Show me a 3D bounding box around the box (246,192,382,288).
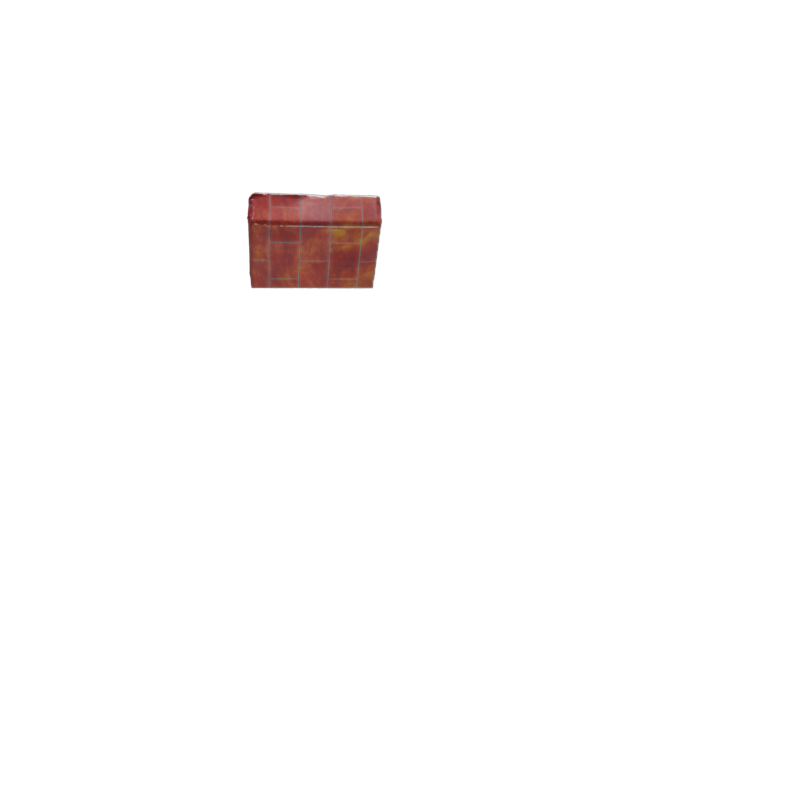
[{"bbox_3d":[-0.060,-0.109,0.761,0.089,0.032,0.068,1,-33,-3],"label":"box"}]
